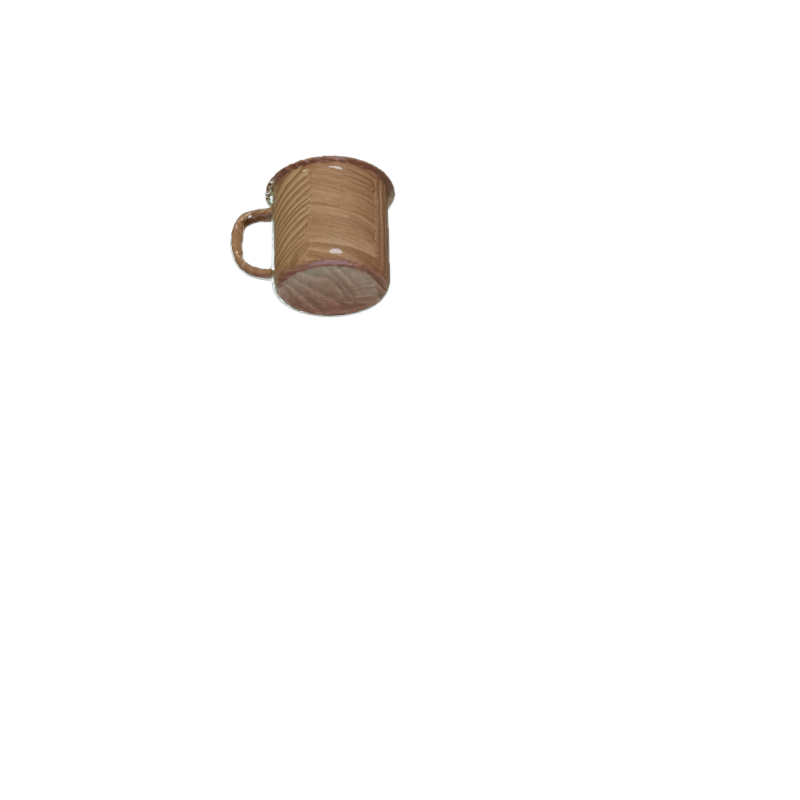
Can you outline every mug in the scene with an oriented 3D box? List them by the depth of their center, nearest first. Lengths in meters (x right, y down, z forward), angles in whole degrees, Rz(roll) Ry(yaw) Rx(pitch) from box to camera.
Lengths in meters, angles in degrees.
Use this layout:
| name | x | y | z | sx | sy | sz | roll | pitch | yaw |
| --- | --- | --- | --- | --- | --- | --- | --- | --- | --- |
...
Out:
| name | x | y | z | sx | sy | sz | roll | pitch | yaw |
| --- | --- | --- | --- | --- | --- | --- | --- | --- | --- |
| mug | -0.061 | -0.111 | 0.774 | 0.117 | 0.087 | 0.087 | -1 | -28 | 1 |
